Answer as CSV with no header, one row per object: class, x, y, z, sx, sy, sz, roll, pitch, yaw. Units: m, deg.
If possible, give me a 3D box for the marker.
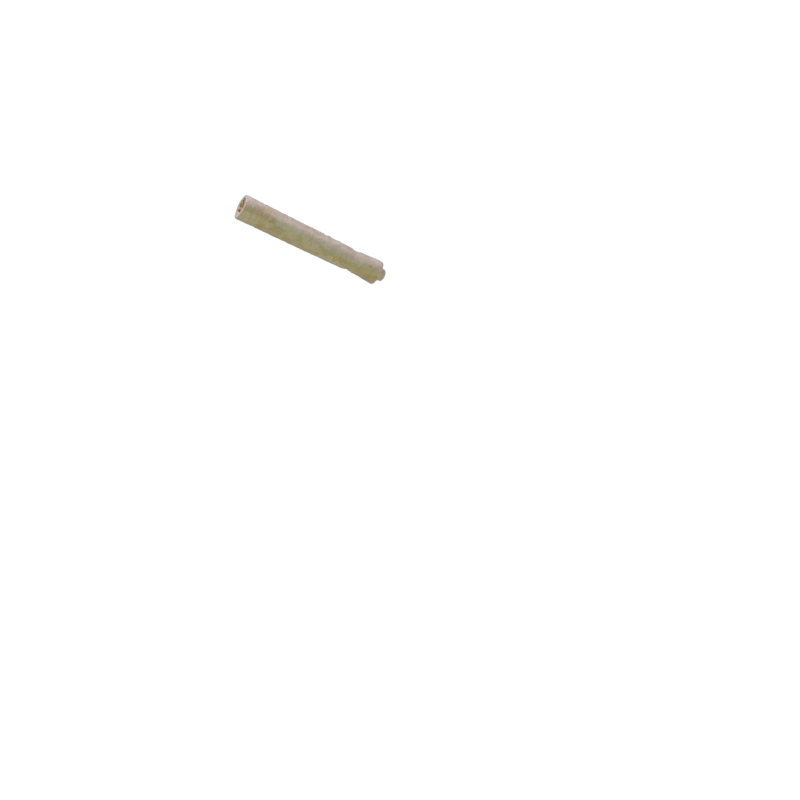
marker,-0.063,-0.115,0.806,0.116,0.020,0.020,24,-5,-19
